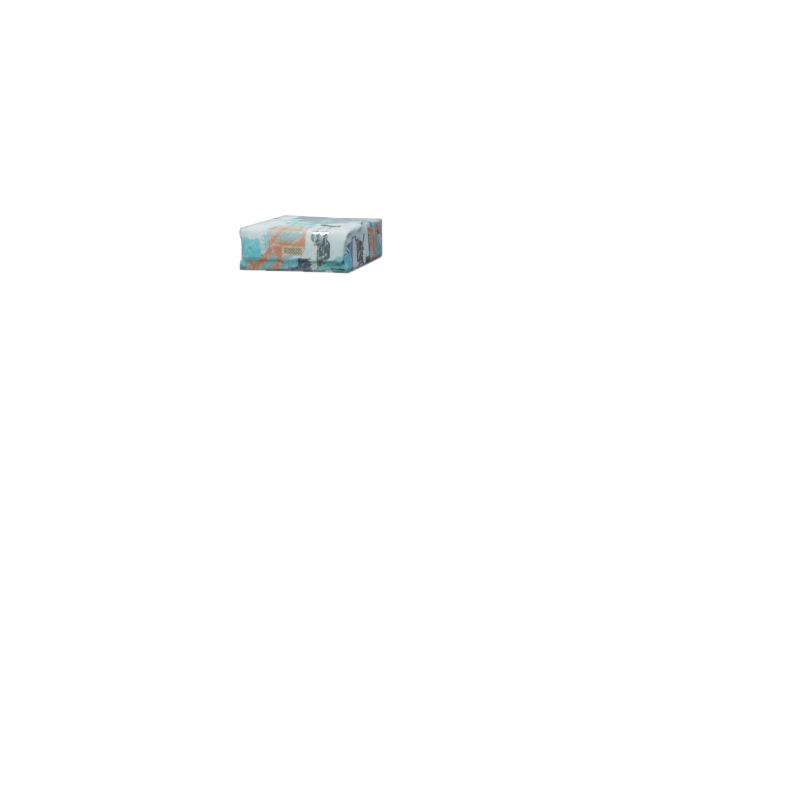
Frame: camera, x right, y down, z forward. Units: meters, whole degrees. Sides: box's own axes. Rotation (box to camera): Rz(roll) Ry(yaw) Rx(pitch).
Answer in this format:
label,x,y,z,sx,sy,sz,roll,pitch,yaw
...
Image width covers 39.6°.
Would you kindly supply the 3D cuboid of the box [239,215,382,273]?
label,x,y,z,sx,sy,sz,roll,pitch,yaw
box,-0.057,-0.105,0.733,0.075,0.029,0.089,4,14,15
